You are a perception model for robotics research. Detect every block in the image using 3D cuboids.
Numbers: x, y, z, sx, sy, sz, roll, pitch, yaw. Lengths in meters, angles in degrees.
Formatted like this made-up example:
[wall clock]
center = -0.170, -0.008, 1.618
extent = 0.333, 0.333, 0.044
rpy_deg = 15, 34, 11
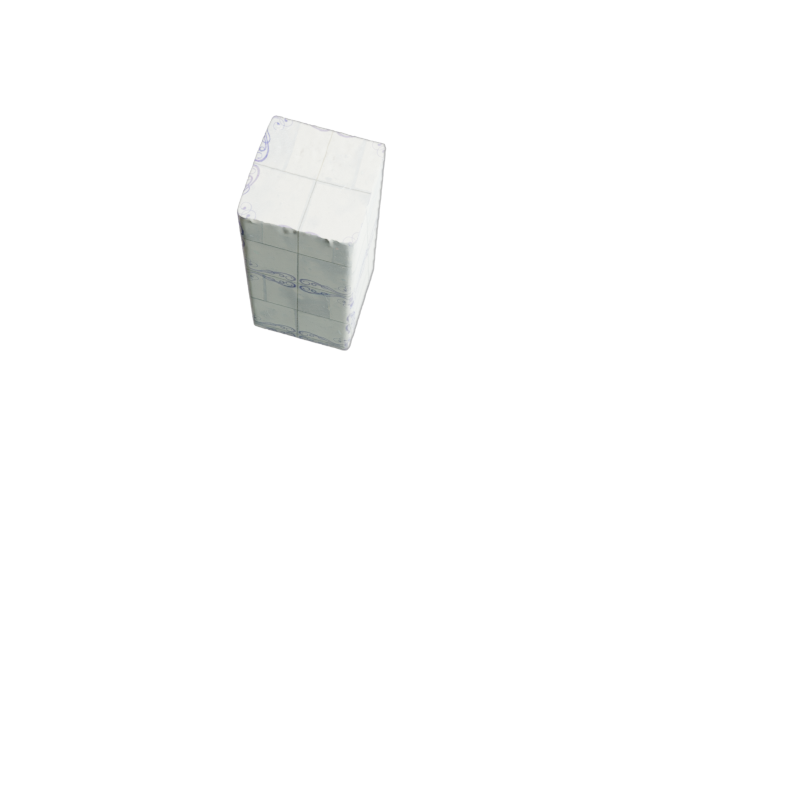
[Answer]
[block]
center = -0.070, -0.126, 0.888
extent = 0.092, 0.094, 0.196
rpy_deg = 16, -21, 2
